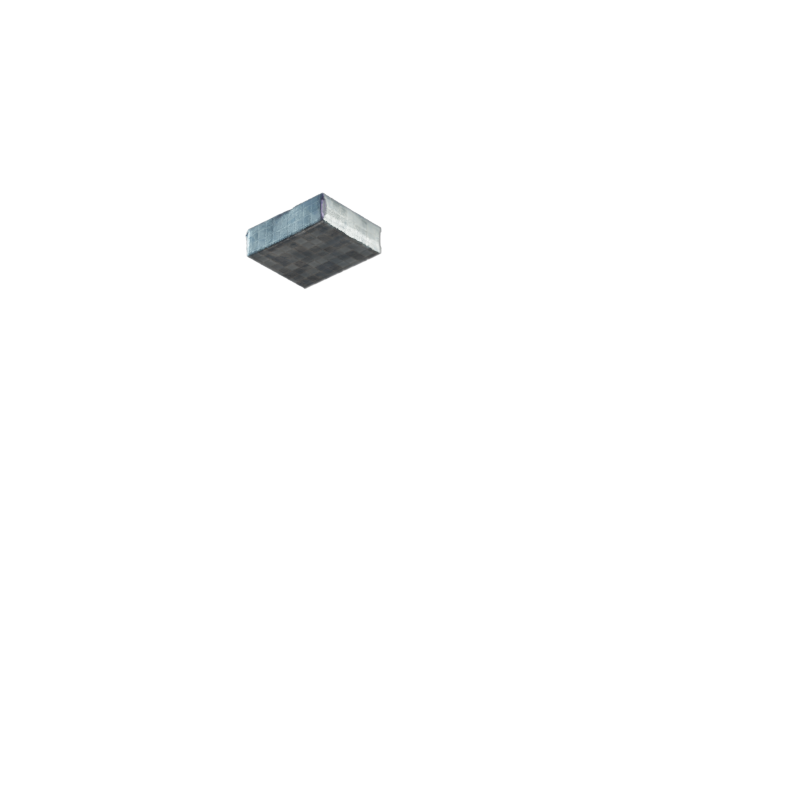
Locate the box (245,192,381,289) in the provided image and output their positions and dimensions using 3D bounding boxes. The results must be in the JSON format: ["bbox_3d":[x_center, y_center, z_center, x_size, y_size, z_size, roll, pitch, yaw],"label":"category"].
[{"bbox_3d":[-0.072,-0.131,0.916,0.090,0.032,0.068,-20,-32,36],"label":"box"}]
